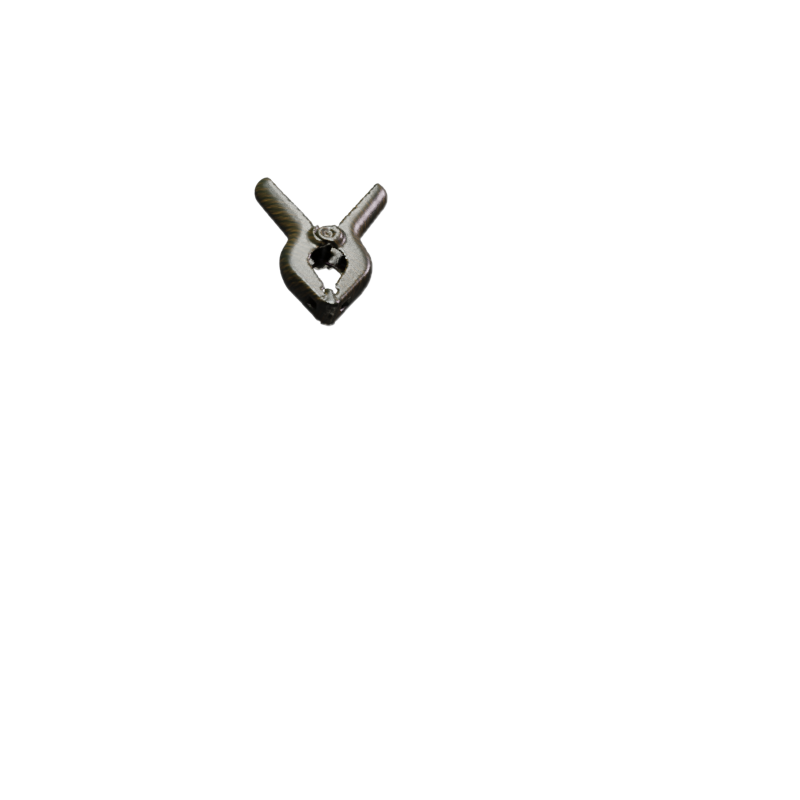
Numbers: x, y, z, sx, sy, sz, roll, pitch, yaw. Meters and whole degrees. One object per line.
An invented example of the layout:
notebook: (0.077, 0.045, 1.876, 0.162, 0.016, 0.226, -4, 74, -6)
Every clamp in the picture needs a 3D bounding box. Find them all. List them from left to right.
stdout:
clamp: (-0.075, -0.137, 0.960, 0.121, 0.036, 0.183, 3, 44, 3)
